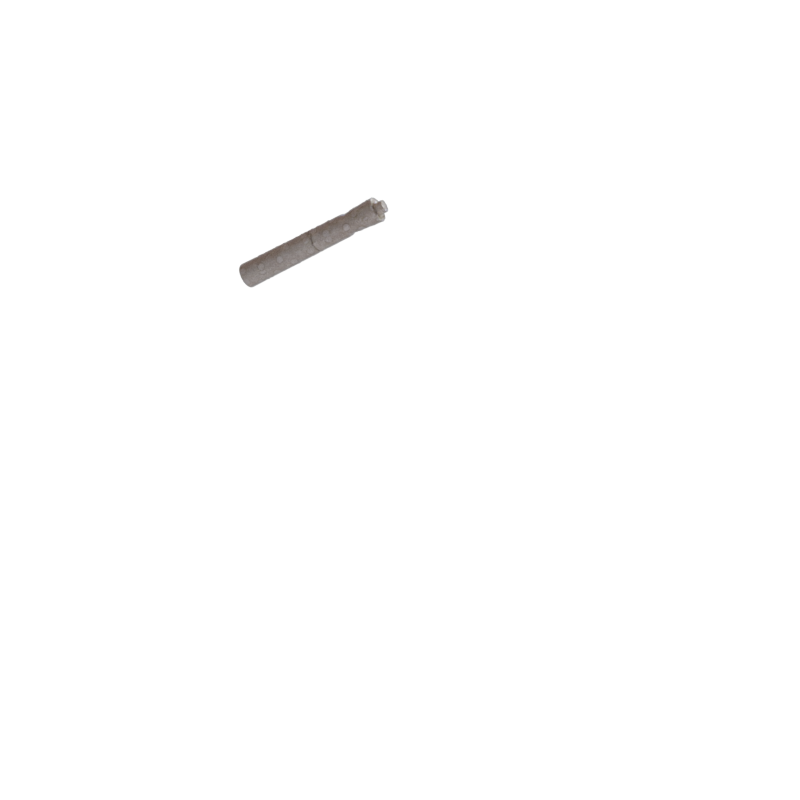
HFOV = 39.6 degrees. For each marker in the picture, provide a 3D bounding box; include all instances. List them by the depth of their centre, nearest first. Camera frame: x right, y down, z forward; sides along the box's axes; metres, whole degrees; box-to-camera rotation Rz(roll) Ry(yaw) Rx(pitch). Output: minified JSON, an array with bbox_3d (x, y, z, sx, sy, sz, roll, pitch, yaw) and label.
[{"bbox_3d":[-0.062,-0.113,0.790,0.121,0.020,0.019,-23,-6,24],"label":"marker"}]
